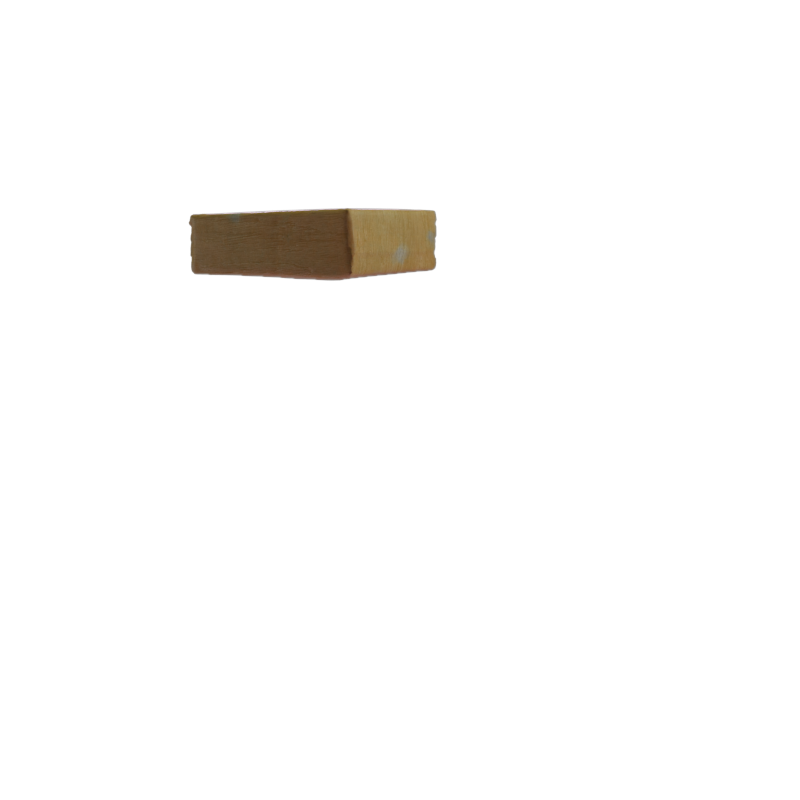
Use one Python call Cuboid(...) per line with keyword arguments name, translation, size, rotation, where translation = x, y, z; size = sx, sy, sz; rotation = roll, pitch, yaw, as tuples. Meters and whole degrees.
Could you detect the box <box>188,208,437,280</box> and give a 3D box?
Cuboid(name="box", translation=(-0.049, -0.090, 0.629), size=(0.118, 0.038, 0.087), rotation=(6, 11, 34))
